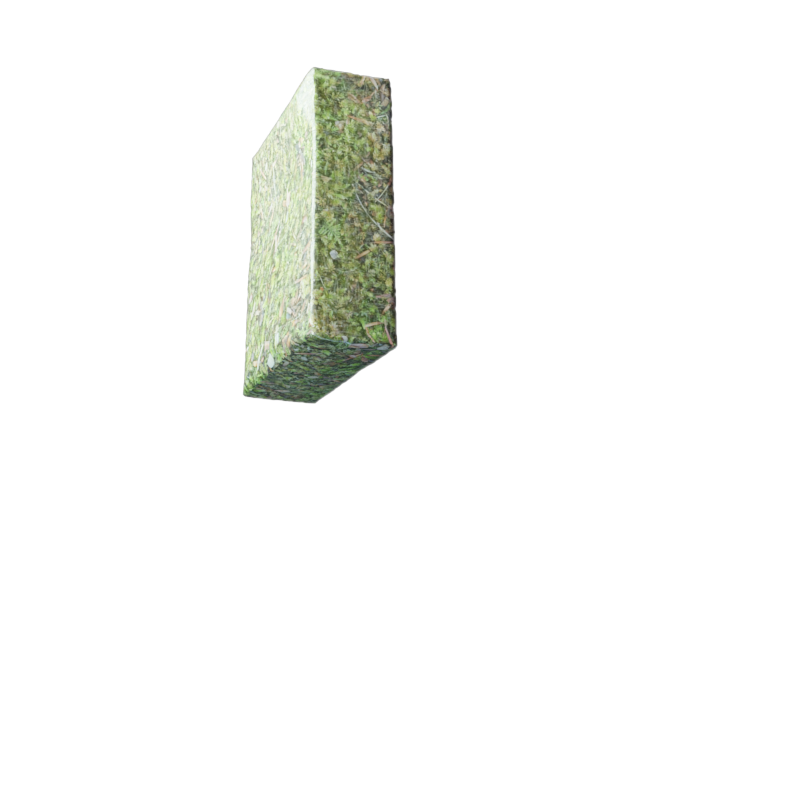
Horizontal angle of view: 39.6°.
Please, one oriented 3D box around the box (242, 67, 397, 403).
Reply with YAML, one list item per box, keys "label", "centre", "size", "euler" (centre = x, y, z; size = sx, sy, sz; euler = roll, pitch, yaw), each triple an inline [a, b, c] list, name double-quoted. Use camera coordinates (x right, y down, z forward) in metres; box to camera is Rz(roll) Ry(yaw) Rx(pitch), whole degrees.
- label: "box"
  centre: [-0.067, -0.121, 0.850]
  size: [0.070, 0.224, 0.162]
  euler: [7, -21, -22]
